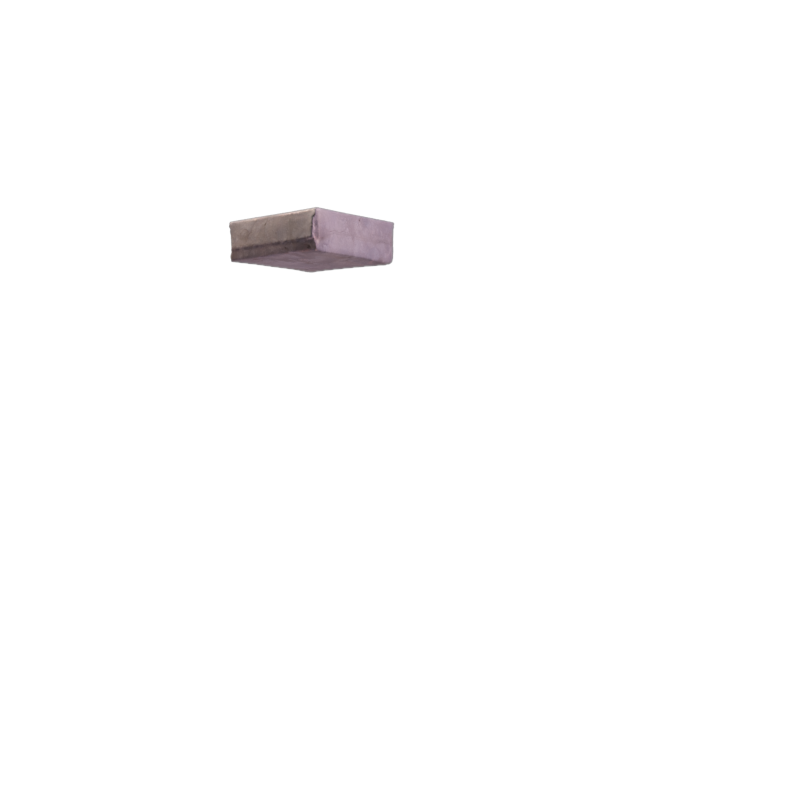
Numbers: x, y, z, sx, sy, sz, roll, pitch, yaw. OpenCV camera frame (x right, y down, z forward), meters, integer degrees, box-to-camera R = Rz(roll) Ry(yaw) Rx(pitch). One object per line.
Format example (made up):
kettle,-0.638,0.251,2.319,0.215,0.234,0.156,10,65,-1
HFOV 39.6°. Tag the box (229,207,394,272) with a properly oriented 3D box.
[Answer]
box,-0.071,-0.130,0.911,0.093,0.039,0.108,-2,-3,35
